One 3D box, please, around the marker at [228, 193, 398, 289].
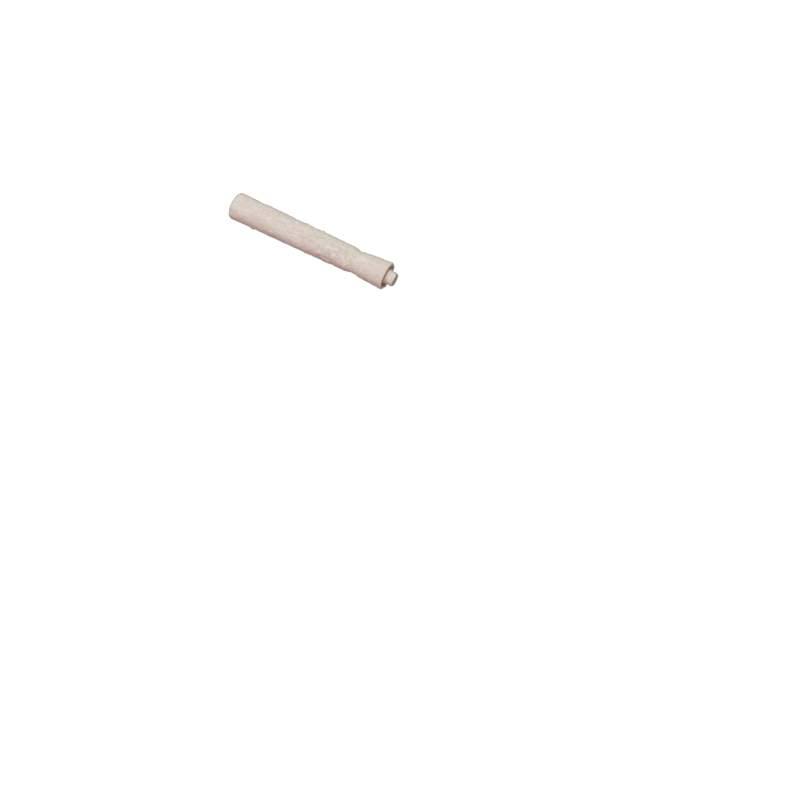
[{"bbox_3d":[-0.056,-0.103,0.721,0.126,0.019,0.019,27,12,18],"label":"marker"}]
